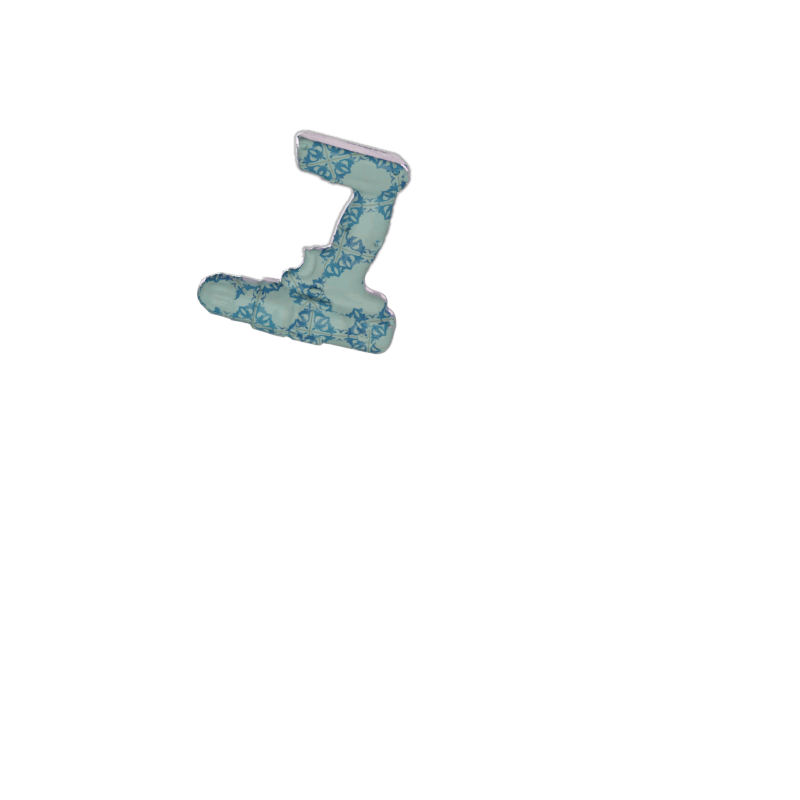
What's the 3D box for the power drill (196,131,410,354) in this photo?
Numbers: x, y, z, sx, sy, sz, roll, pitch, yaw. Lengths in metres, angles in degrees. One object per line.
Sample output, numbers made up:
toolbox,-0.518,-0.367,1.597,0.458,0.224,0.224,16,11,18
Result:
power drill,-0.078,-0.143,0.999,0.183,0.182,0.060,13,17,-5
